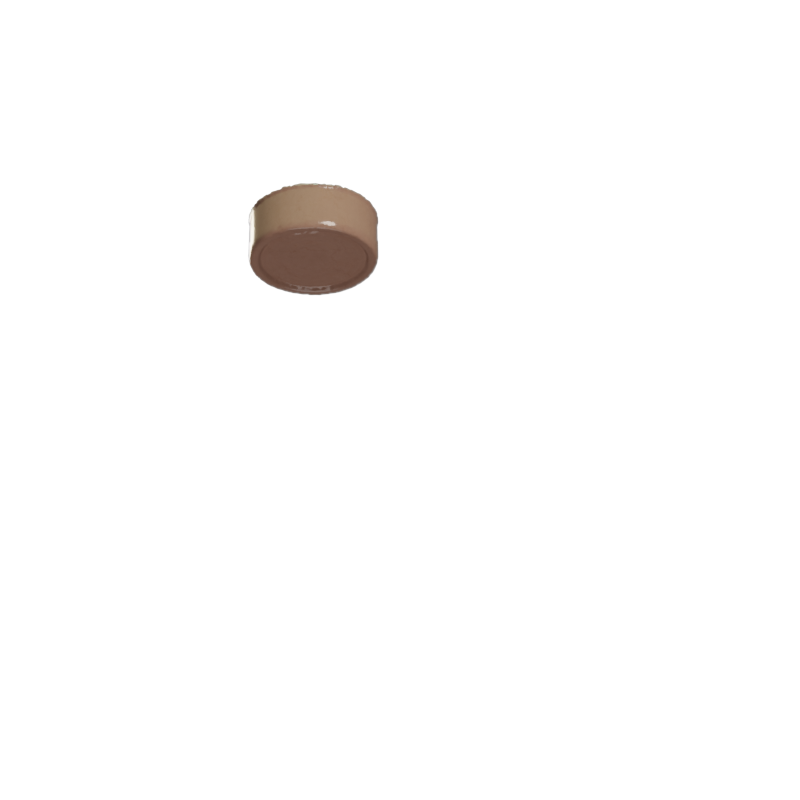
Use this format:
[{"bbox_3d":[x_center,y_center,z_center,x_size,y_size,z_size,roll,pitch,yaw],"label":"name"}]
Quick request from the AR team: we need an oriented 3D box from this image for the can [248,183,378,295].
[{"bbox_3d":[-0.057,-0.104,0.725,0.086,0.036,0.081,1,-28,-2],"label":"can"}]
